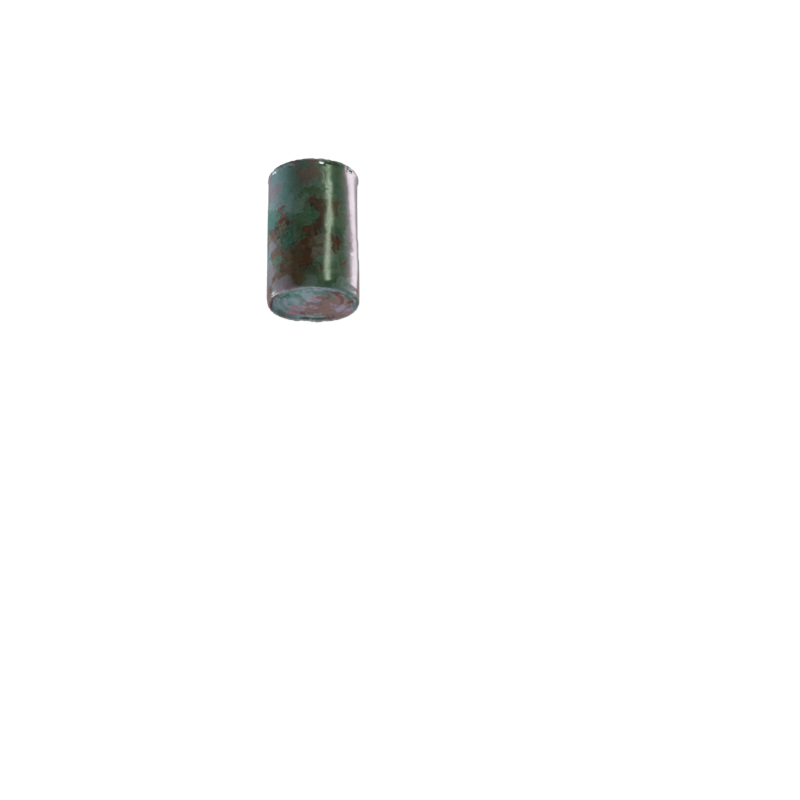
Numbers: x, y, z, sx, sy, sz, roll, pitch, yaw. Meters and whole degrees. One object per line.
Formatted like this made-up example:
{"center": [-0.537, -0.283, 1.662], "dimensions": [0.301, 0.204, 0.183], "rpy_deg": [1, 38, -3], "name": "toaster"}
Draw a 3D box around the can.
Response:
{"center": [-0.063, -0.115, 0.808], "dimensions": [0.068, 0.108, 0.065], "rpy_deg": [0, -23, -2], "name": "can"}
